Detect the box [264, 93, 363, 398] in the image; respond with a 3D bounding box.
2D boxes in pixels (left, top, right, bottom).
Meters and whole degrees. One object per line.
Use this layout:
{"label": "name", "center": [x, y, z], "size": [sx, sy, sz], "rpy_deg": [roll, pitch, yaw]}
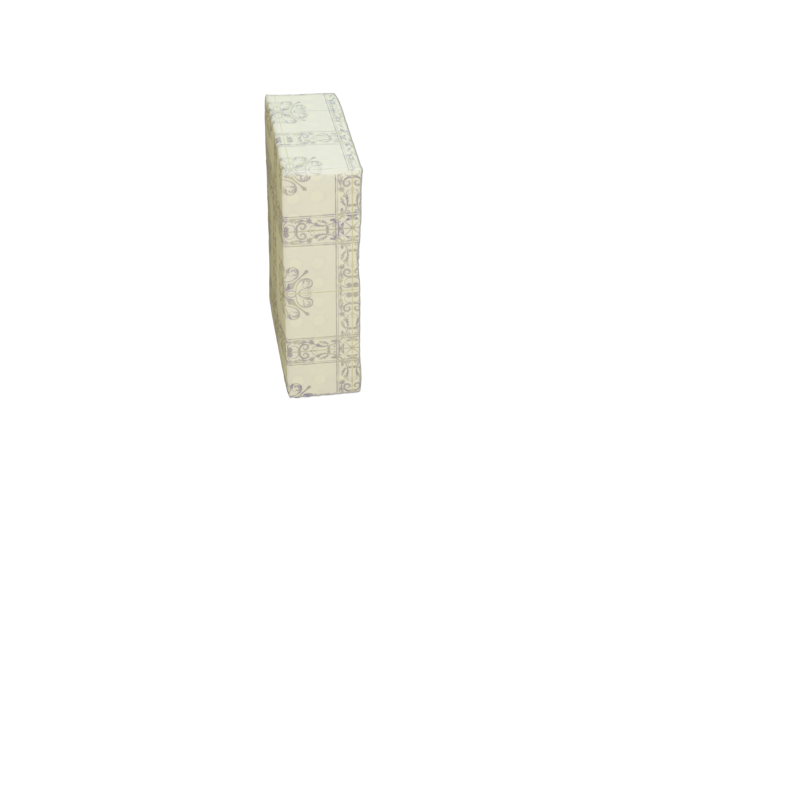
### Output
{"label": "box", "center": [-0.075, -0.136, 0.955], "size": [0.071, 0.201, 0.176], "rpy_deg": [-4, 33, -10]}
